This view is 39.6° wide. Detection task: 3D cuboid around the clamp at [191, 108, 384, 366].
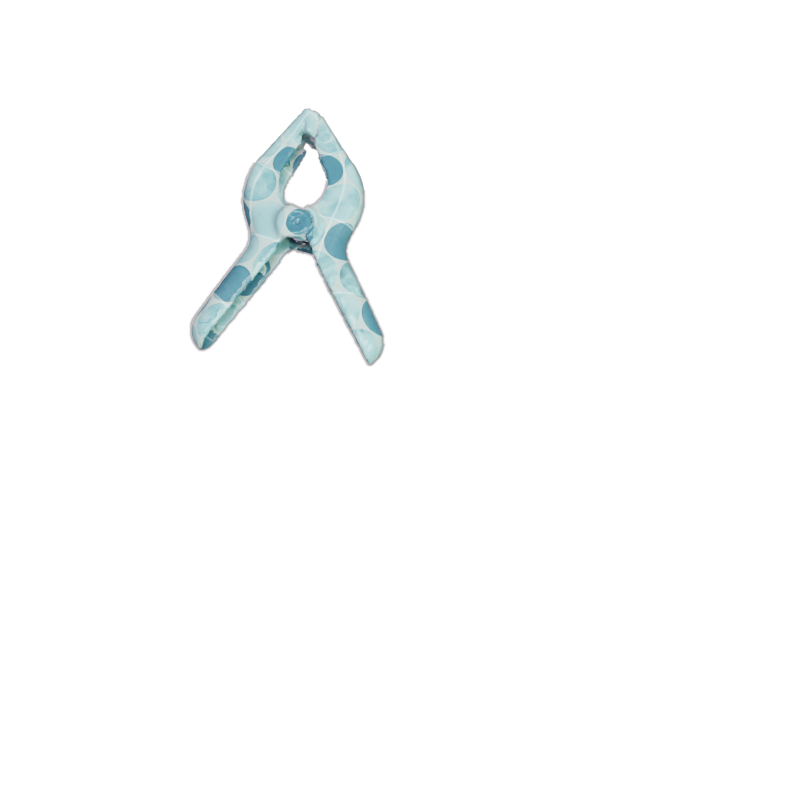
[{"bbox_3d":[-0.056,-0.102,0.712,0.121,0.176,0.038,14,-14,3],"label":"clamp"}]
